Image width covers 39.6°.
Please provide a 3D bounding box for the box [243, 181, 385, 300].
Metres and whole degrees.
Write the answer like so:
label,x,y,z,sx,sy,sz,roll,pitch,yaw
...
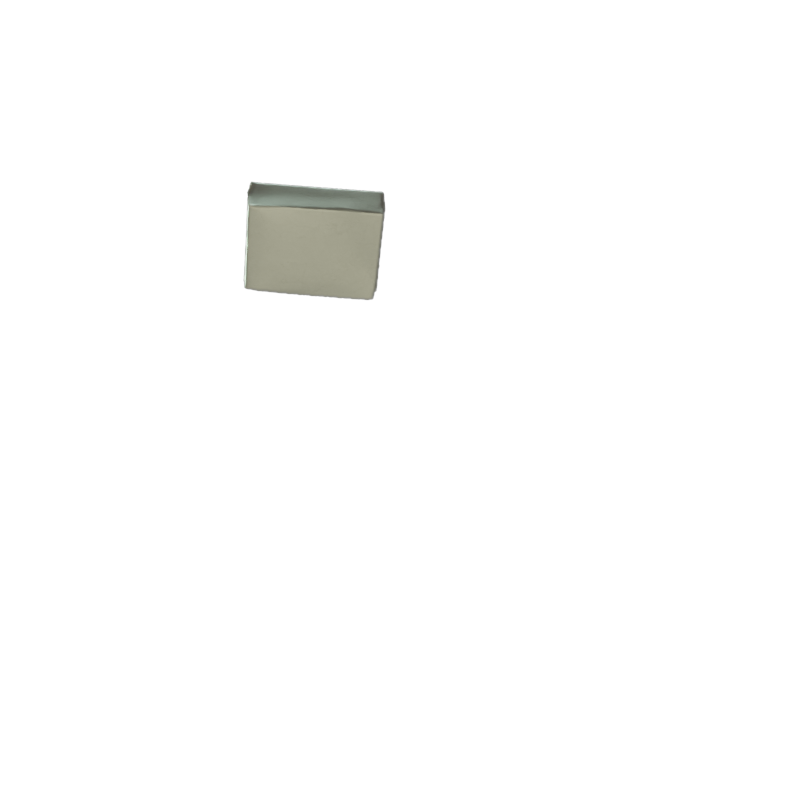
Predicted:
label,x,y,z,sx,sy,sz,roll,pitch,yaw
box,-0.072,-0.131,0.920,0.113,0.084,0.042,4,37,-3
